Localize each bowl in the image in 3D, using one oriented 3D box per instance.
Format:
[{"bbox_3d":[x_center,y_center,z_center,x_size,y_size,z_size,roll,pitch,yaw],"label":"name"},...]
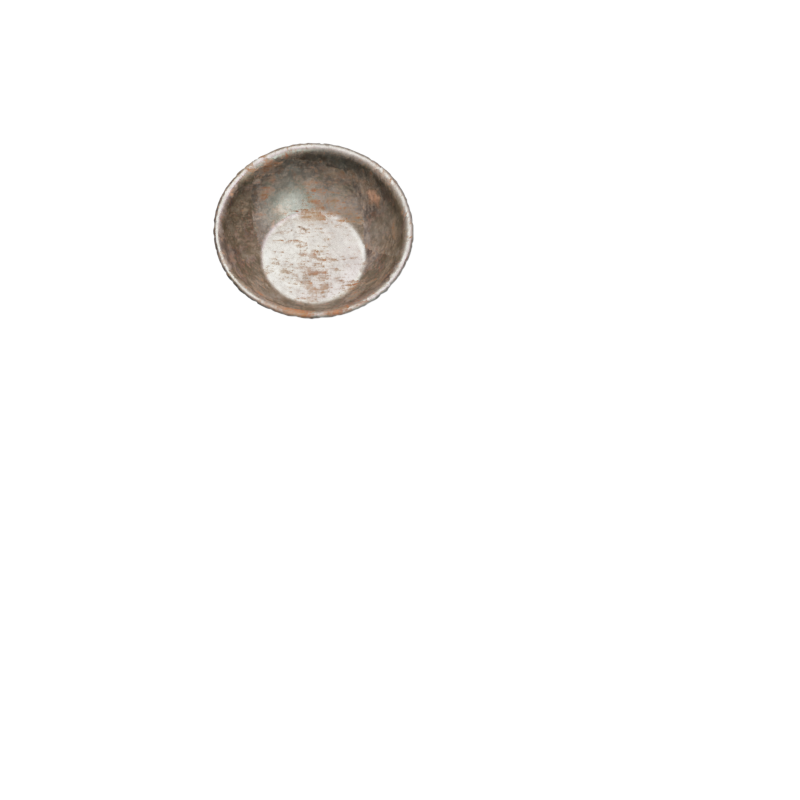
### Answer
[{"bbox_3d":[-0.072,-0.130,0.914,0.162,0.172,0.052,-1,-26,-1],"label":"bowl"}]
